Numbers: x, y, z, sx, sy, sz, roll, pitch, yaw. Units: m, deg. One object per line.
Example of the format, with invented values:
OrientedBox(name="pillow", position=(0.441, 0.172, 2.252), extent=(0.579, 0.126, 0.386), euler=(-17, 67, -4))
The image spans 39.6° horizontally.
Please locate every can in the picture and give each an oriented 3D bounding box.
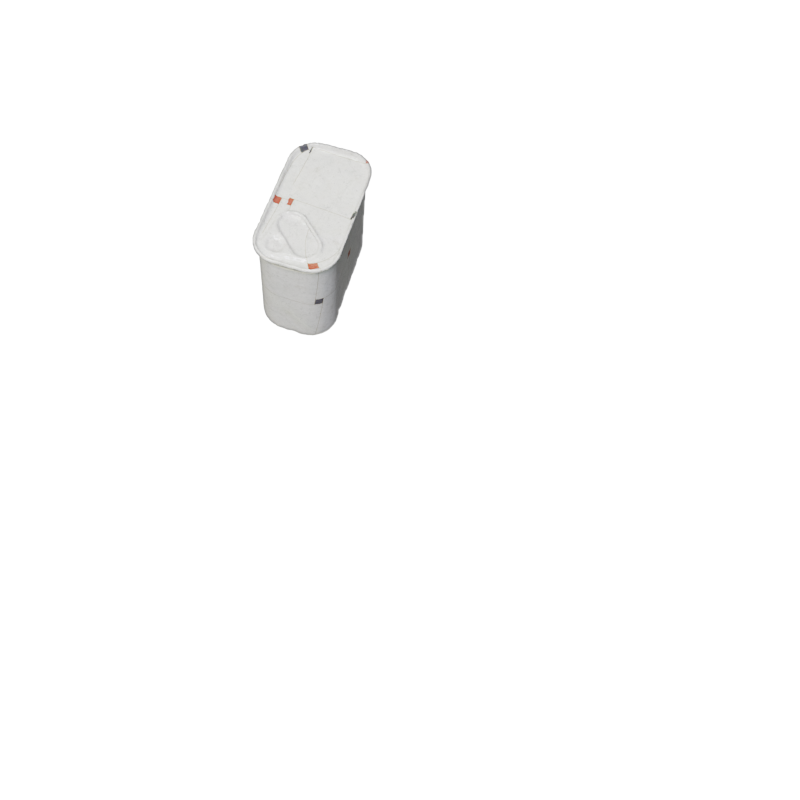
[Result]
OrientedBox(name="can", position=(-0.058, -0.106, 0.745), extent=(0.058, 0.107, 0.078), euler=(15, -32, 6))
